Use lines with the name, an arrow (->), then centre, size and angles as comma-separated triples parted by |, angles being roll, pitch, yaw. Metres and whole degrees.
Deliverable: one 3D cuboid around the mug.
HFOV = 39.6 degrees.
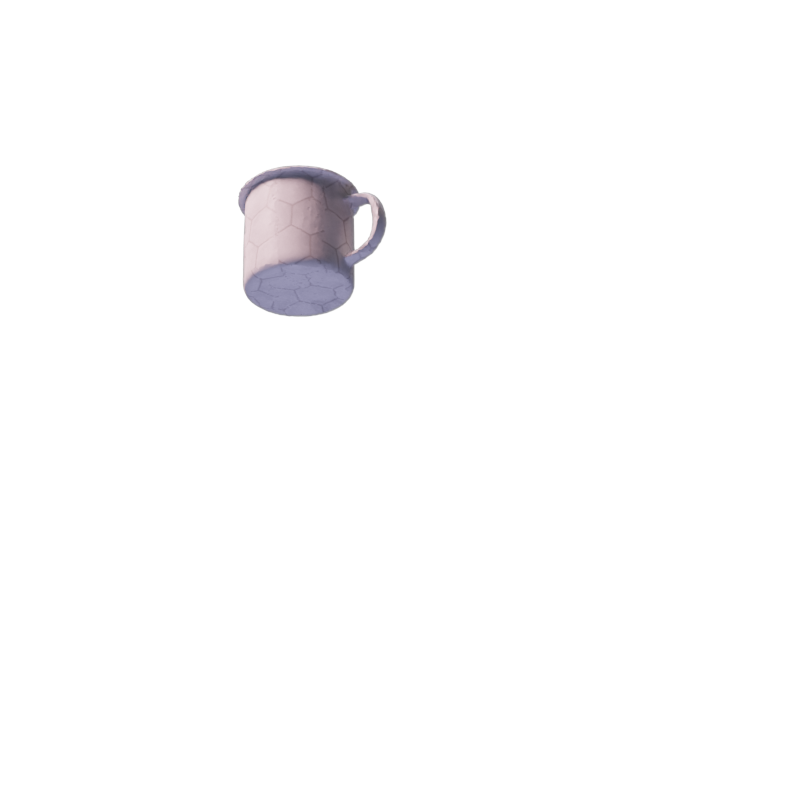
mug -> -0.064, -0.117, 0.817 | 0.119, 0.087, 0.086 | -13, -30, 22
